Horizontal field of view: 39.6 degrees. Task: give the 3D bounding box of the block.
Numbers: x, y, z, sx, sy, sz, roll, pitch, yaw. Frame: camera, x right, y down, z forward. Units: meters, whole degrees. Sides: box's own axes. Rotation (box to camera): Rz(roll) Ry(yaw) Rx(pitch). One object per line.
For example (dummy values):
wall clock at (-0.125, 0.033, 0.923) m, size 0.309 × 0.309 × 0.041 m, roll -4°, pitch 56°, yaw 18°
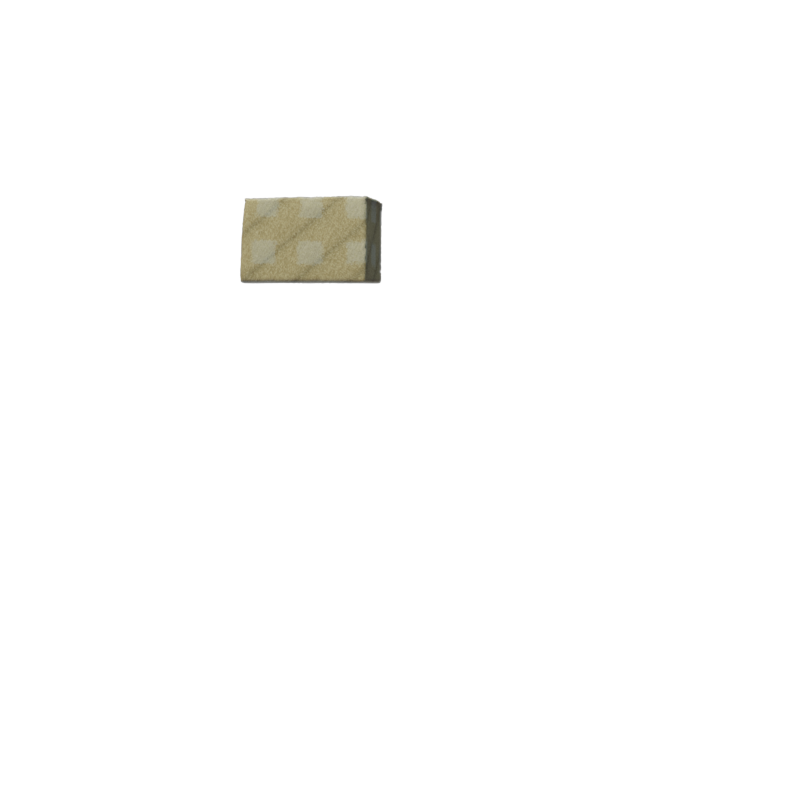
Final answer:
block at (-0.053, -0.097, 0.679) m, size 0.079 × 0.051 × 0.052 m, roll 1°, pitch 2°, yaw 13°
